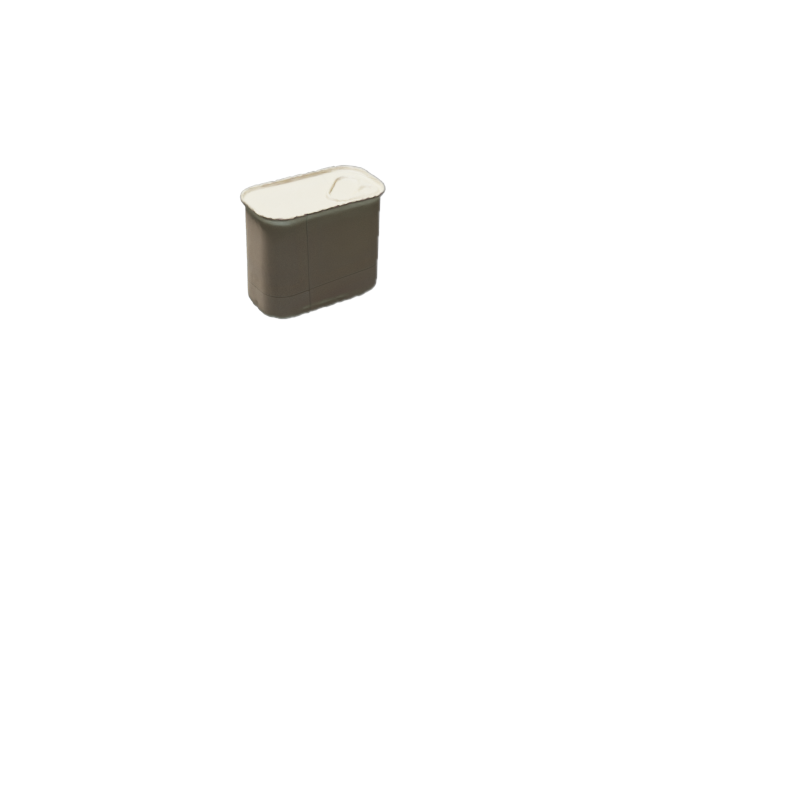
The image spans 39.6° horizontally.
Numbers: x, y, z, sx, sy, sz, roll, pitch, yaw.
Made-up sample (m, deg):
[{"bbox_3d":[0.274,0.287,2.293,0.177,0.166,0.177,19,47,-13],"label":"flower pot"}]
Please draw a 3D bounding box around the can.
[{"bbox_3d":[-0.063,-0.115,0.802,0.100,0.079,0.062,-19,37,-28],"label":"can"}]
